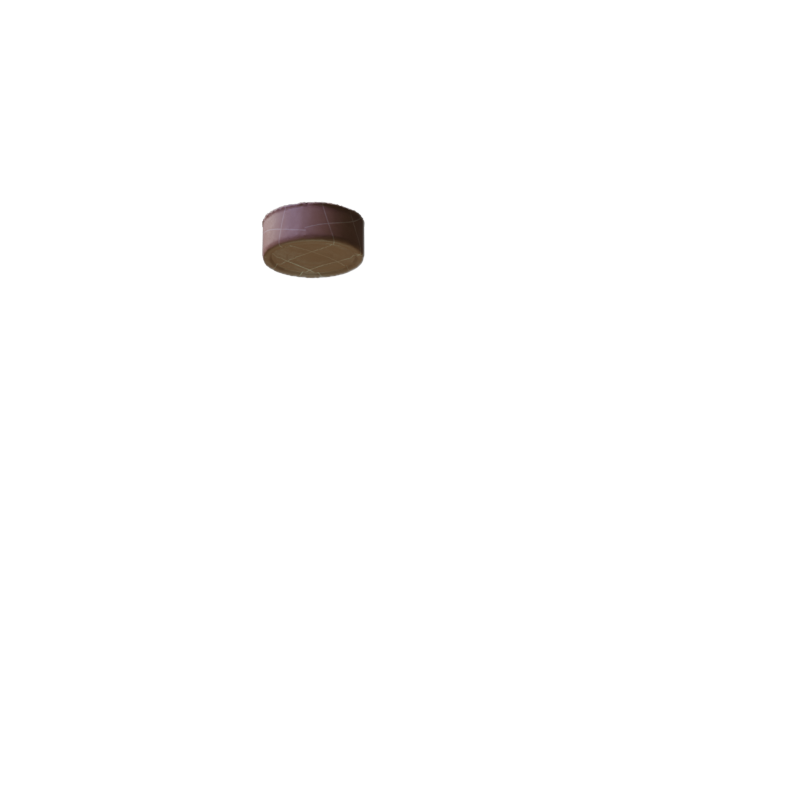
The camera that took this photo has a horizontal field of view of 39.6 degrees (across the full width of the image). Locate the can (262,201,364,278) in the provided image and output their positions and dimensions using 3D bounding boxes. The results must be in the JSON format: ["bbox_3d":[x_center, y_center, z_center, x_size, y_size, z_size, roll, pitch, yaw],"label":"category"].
[{"bbox_3d":[-0.072,-0.131,0.918,0.086,0.035,0.082,0,-17,-2],"label":"can"}]
